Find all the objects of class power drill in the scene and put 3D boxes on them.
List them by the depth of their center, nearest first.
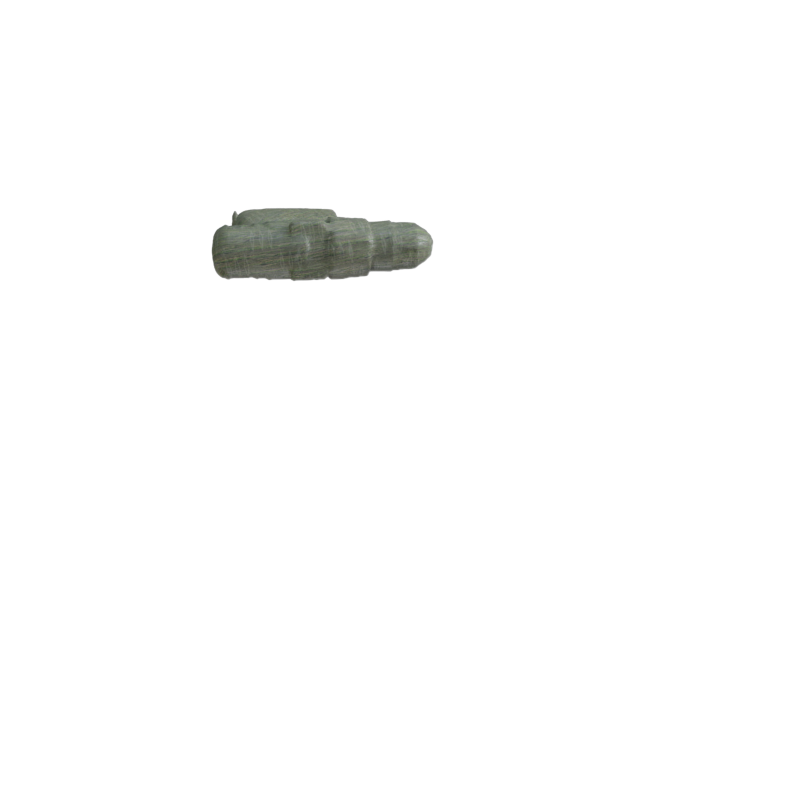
[{"bbox_3d":[-0.077,-0.141,0.989,0.182,0.056,0.193,-2,10,-9],"label":"power drill"}]
